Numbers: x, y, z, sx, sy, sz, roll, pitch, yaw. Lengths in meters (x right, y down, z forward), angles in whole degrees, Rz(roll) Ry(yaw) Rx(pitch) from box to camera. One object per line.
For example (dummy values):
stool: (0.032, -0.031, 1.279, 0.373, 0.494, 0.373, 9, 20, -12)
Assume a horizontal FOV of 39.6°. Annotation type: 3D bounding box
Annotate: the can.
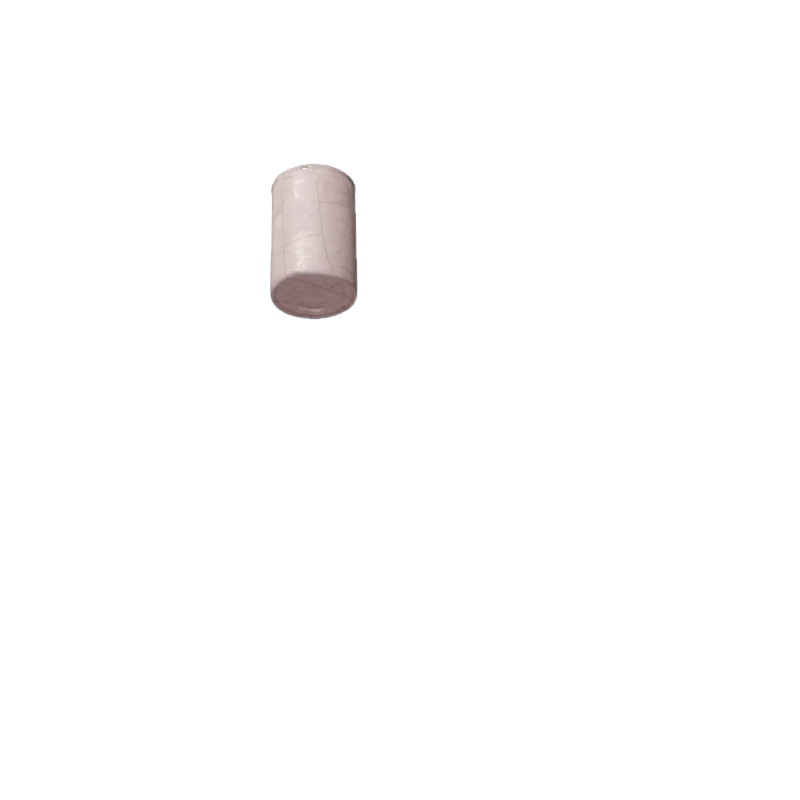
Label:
can: (-0.067, -0.123, 0.861, 0.068, 0.109, 0.064, -1, -31, -2)
